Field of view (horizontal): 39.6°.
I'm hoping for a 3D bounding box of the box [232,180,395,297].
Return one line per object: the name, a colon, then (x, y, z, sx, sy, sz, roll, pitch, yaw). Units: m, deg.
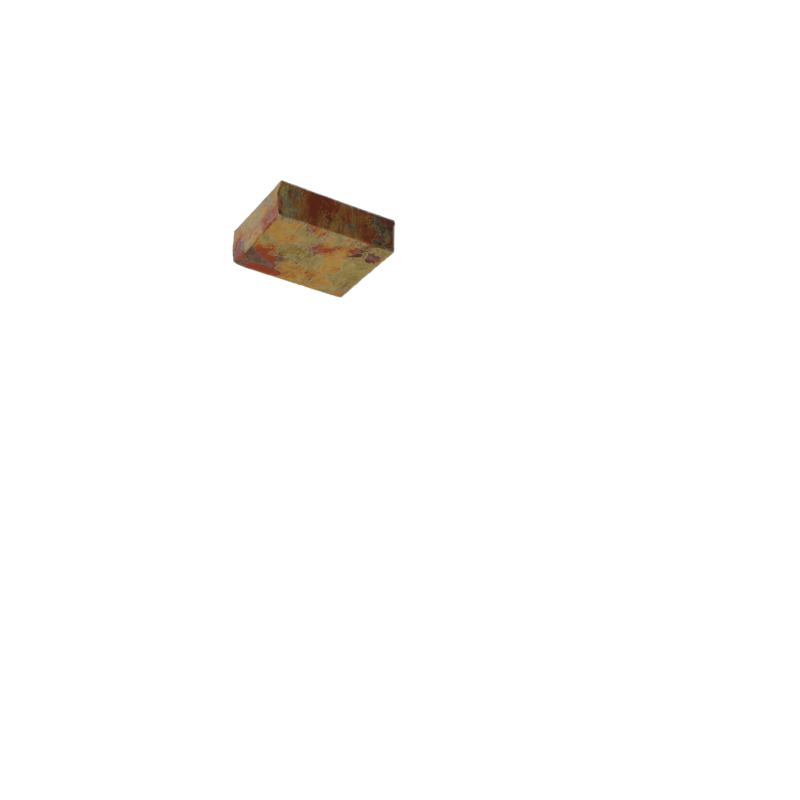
box: (-0.074, -0.134, 0.942, 0.108, 0.041, 0.088, 15, -32, -27)
